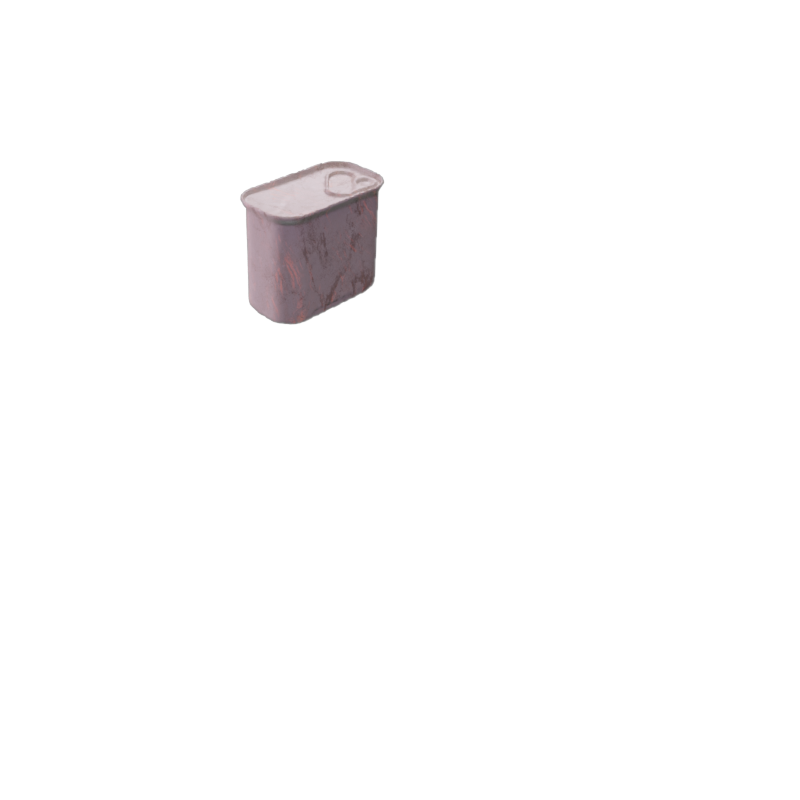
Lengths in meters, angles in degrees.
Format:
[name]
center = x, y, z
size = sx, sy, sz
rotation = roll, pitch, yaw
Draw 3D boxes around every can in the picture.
[can]
center = -0.061, -0.111, 0.774
size = 0.061, 0.079, 0.101
rotation = 27, 39, 36
